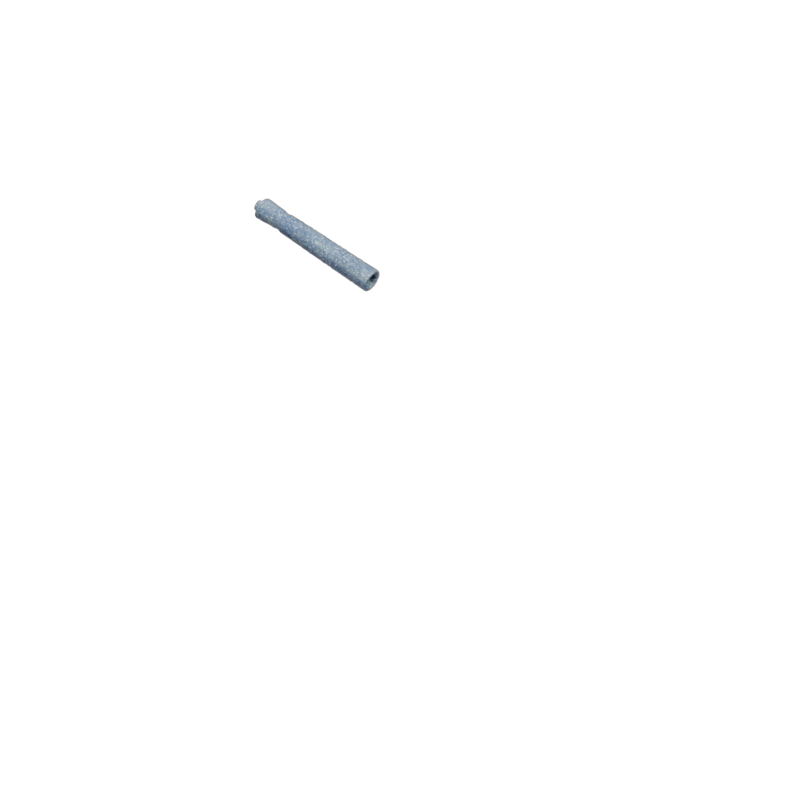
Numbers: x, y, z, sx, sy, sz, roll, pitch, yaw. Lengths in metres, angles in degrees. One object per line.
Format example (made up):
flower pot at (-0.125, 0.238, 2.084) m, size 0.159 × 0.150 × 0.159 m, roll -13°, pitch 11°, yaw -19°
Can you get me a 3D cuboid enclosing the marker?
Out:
marker at (-0.068, -0.124, 0.870) m, size 0.128 × 0.019 × 0.019 m, roll 36°, pitch 19°, yaw 25°
